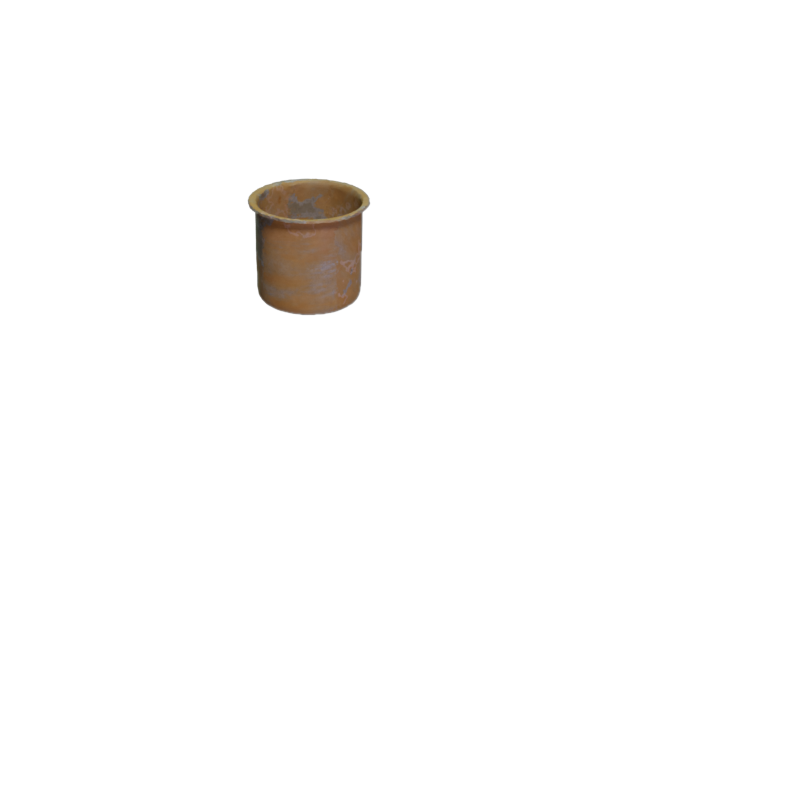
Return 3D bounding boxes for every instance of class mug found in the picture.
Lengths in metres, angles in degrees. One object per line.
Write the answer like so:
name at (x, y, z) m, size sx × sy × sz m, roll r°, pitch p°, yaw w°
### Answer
mug at (-0.068, -0.124, 0.868) m, size 0.095 × 0.077 × 0.121 m, roll 7°, pitch 29°, yaw 11°
